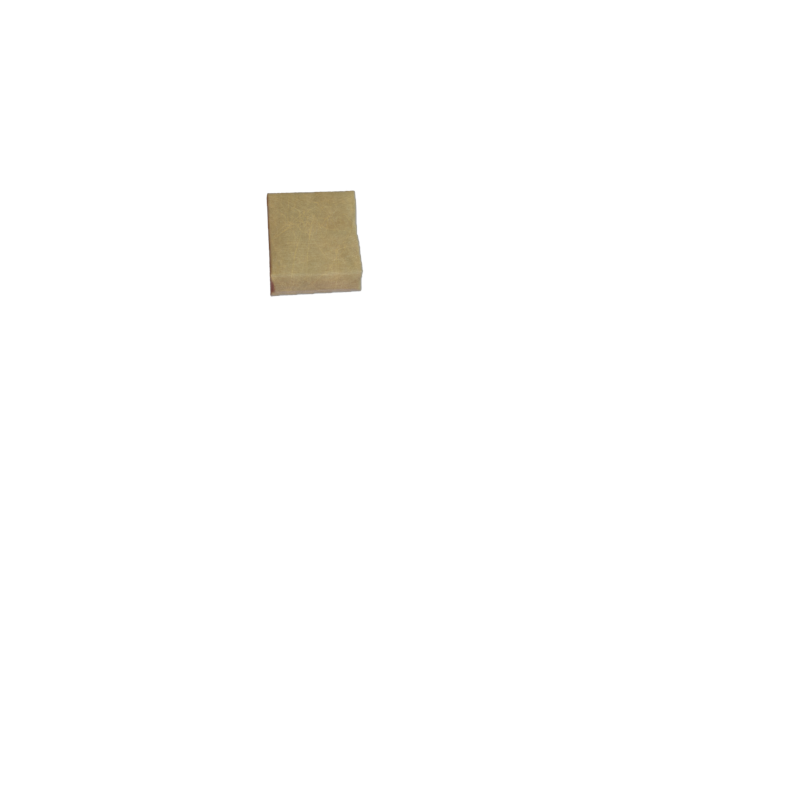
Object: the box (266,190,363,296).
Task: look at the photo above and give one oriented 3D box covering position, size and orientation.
[{"bbox_3d":[-0.069,-0.127,0.888,0.073,0.096,0.028,-3,-36,-3],"label":"box"}]
